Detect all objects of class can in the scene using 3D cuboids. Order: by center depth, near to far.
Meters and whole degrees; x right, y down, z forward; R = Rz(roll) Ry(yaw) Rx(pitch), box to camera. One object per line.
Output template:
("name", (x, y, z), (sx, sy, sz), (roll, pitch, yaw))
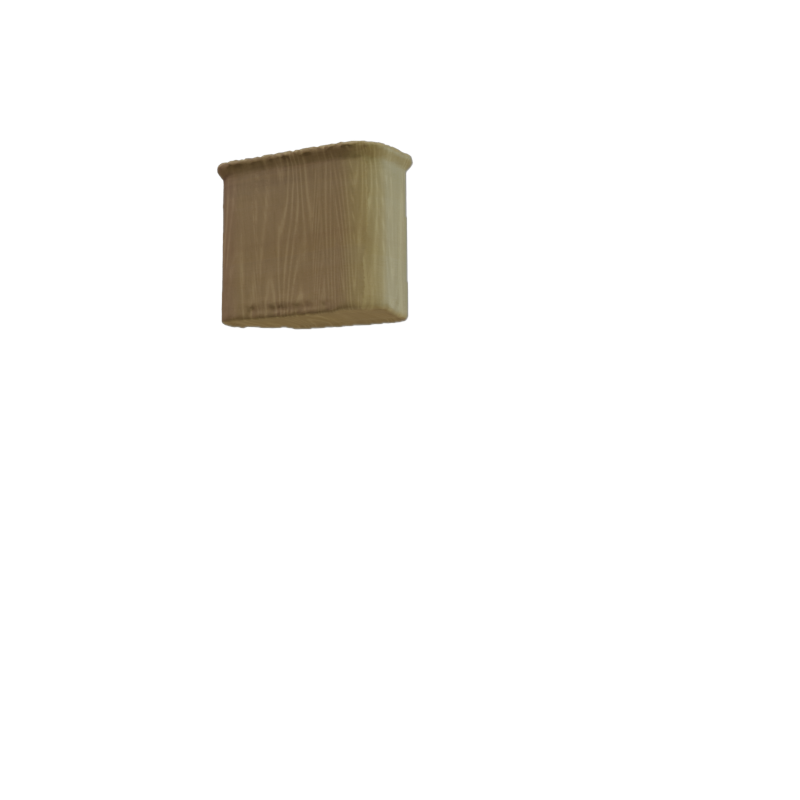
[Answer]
("can", (-0.045, -0.081, 0.570), (0.105, 0.086, 0.055), (-4, -9, 30))
